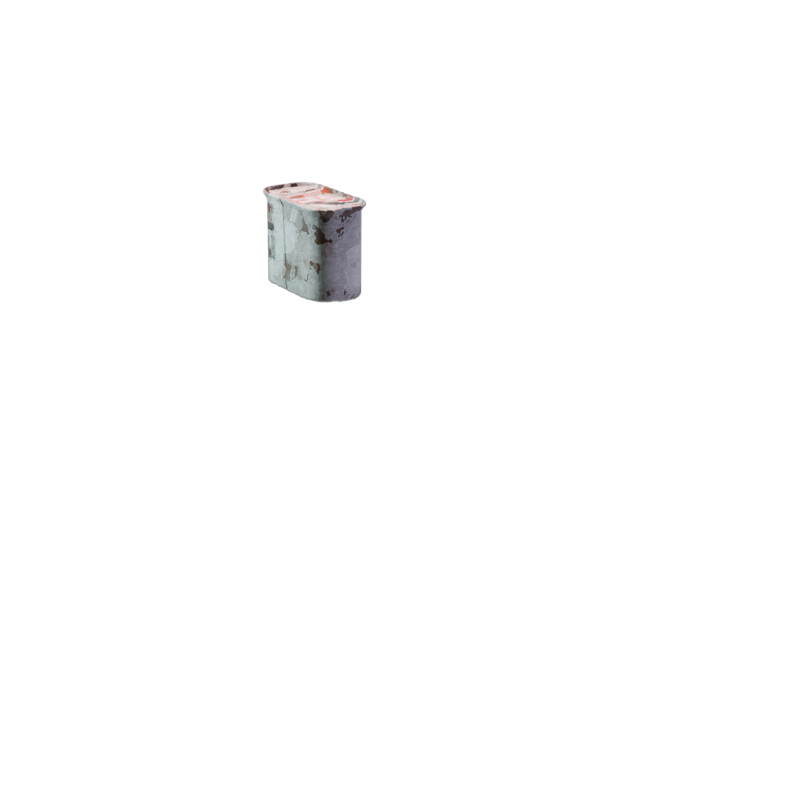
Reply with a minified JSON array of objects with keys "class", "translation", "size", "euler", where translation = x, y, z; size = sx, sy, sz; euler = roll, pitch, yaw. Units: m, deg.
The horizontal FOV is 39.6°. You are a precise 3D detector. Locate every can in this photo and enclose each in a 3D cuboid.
[{"class":"can","translation":[-0.075,-0.138,0.963],"size":[0.056,0.080,0.109],"euler":[-12,24,-33]}]
